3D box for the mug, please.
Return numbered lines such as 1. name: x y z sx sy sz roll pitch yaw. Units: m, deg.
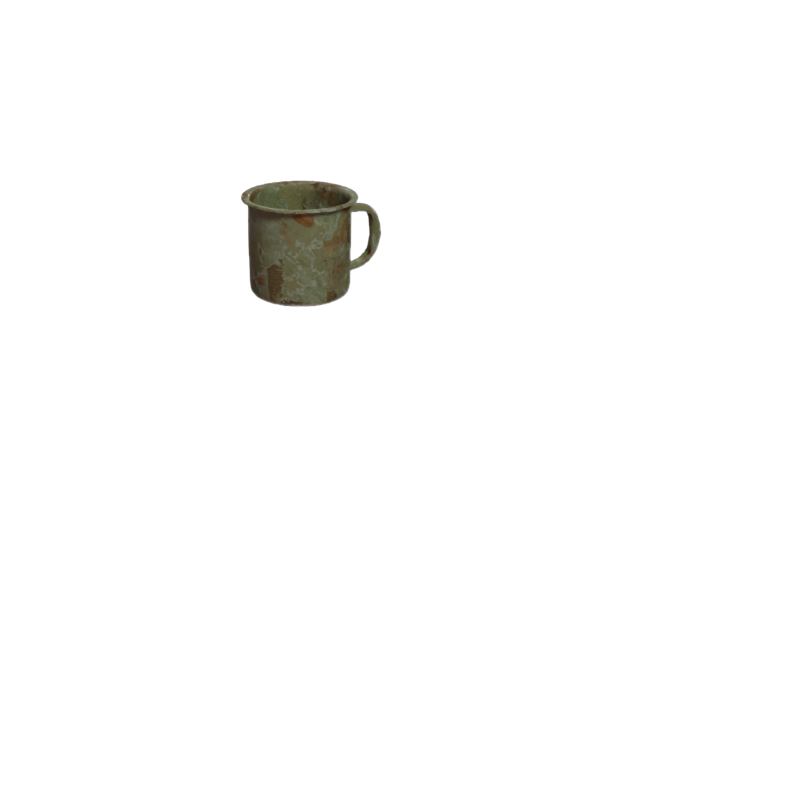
1. mug: -0.070 -0.128 0.893 0.115 0.078 0.100 -11 25 -25
